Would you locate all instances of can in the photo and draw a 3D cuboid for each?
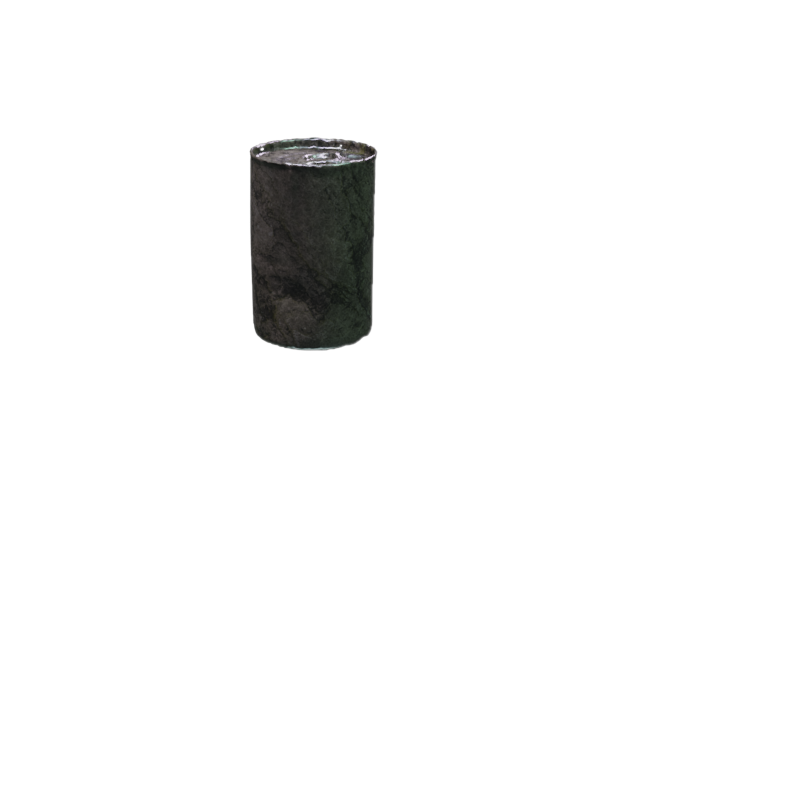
[{"bbox_3d":[-0.047,-0.086,0.602,0.068,0.098,0.072,0,19,-2],"label":"can"}]
